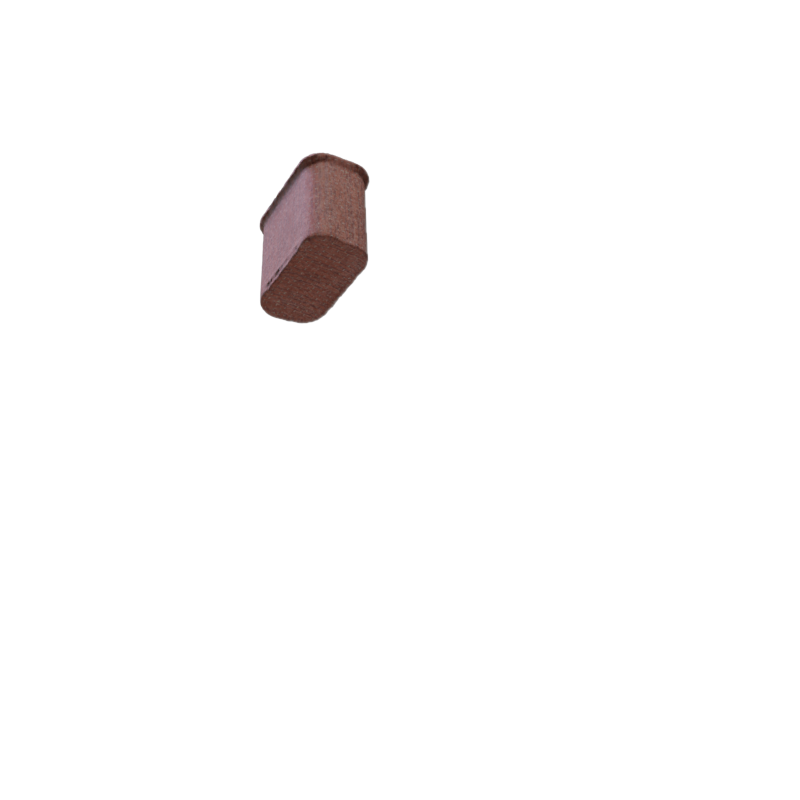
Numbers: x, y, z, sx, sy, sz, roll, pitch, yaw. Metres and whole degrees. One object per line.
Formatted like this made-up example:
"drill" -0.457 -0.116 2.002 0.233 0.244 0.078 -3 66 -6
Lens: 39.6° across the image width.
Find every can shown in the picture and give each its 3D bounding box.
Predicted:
"can" -0.064 -0.117 0.822 0.055 0.090 0.099 19 -43 -24
